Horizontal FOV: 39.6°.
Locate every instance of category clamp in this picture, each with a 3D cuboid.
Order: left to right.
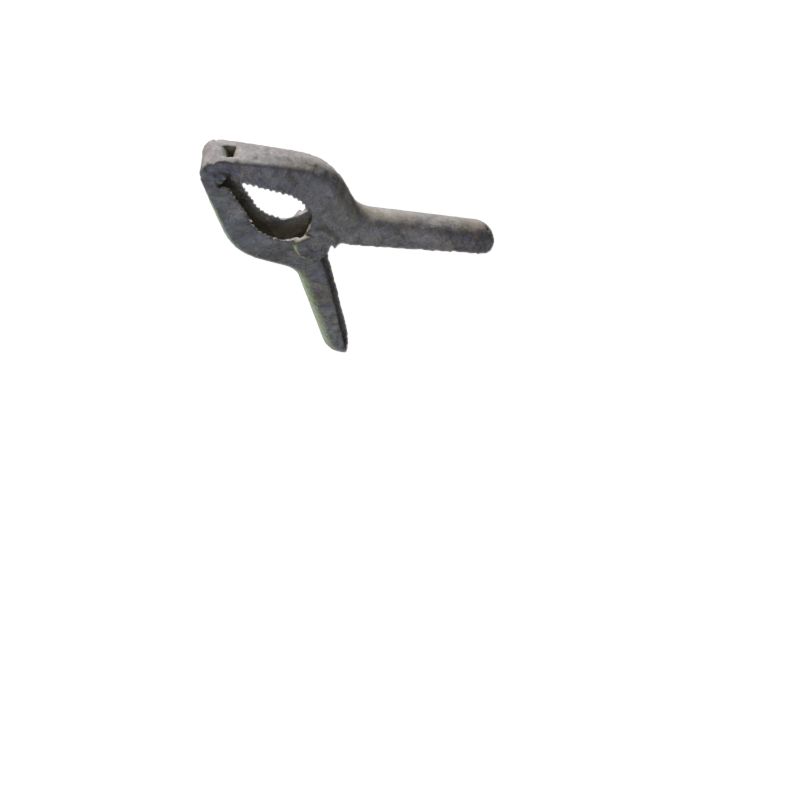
[{"bbox_3d":[-0.062,-0.113,0.793,0.200,0.039,0.161,26,-49,-26],"label":"clamp"}]
